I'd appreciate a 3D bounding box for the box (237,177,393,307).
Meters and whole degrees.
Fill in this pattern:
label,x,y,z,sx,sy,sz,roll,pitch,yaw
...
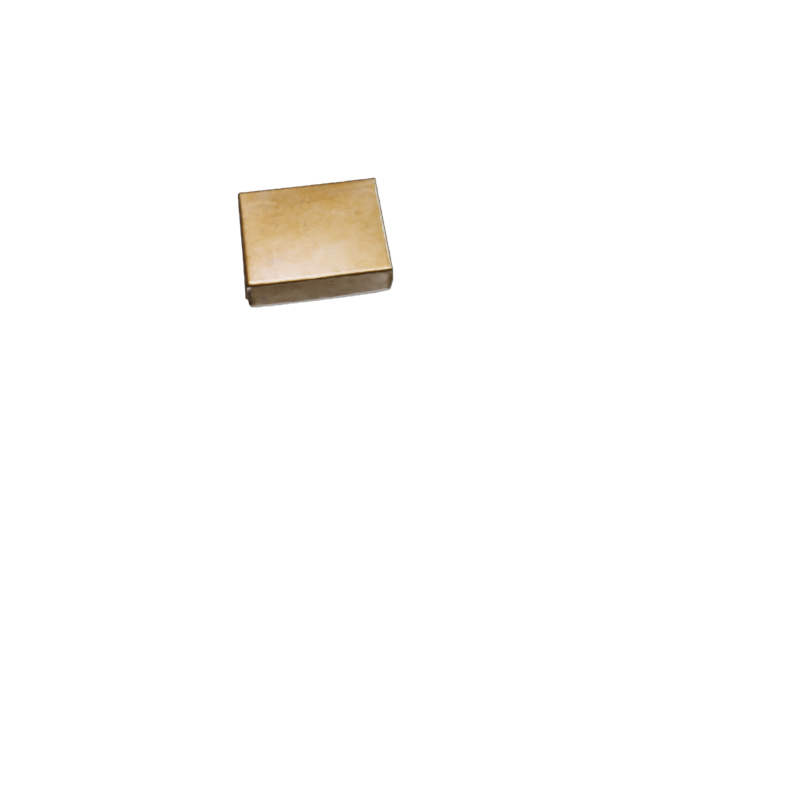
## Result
label,x,y,z,sx,sy,sz,roll,pitch,yaw
box,-0.067,-0.123,0.861,0.113,0.096,0.036,-6,-32,-4
